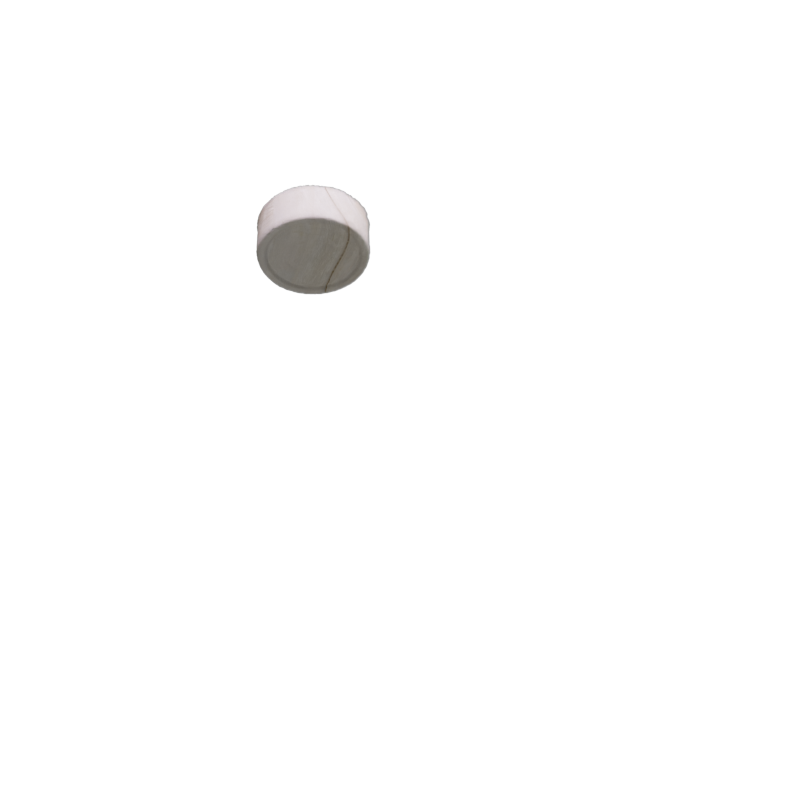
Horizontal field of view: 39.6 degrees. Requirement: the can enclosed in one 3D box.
[{"bbox_3d":[-0.065,-0.119,0.831,0.086,0.036,0.080,1,-41,-1],"label":"can"}]
